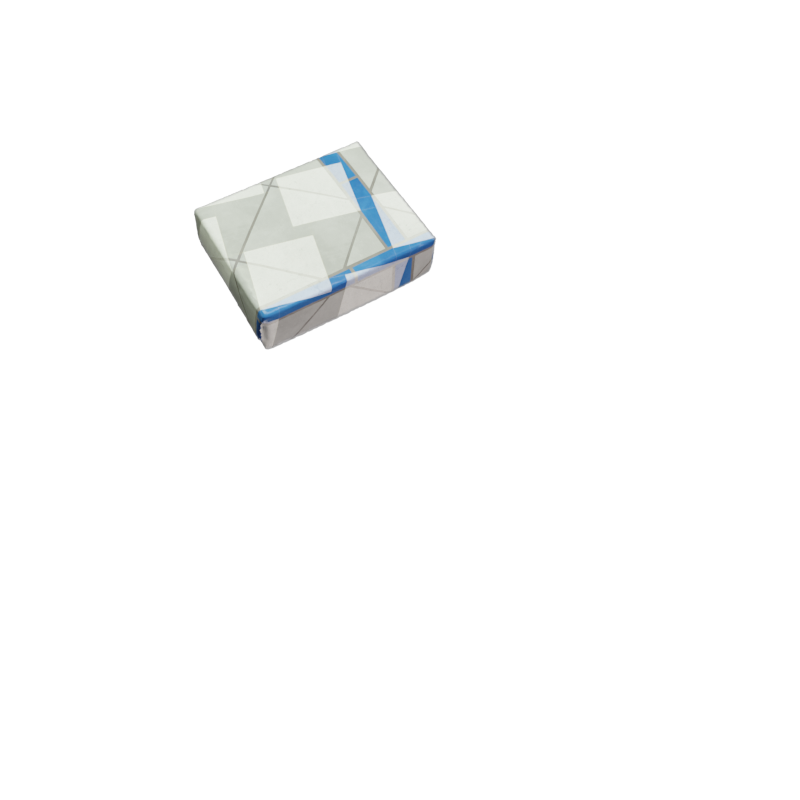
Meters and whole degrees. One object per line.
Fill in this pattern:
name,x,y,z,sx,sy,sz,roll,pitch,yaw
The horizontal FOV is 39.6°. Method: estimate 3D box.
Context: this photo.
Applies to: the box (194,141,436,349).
box,-0.050,-0.092,0.643,0.113,0.097,0.036,-25,-32,-17
